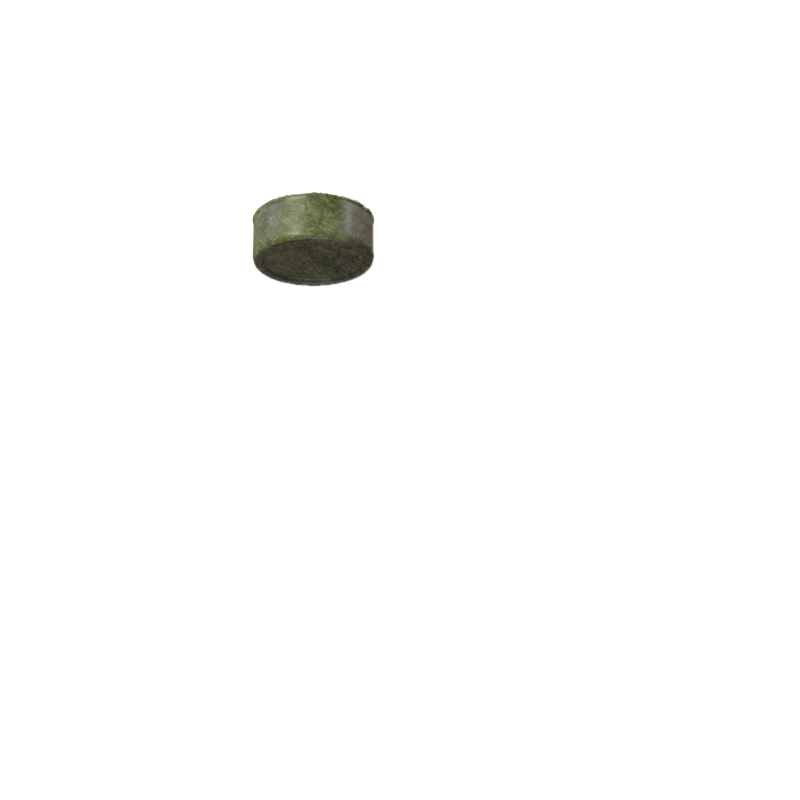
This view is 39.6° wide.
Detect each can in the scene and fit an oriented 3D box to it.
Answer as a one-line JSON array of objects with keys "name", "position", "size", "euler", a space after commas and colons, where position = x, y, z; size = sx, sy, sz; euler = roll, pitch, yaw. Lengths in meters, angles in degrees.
[{"name": "can", "position": [-0.061, -0.111, 0.774], "size": [0.086, 0.035, 0.082], "euler": [0, -19, -2]}]
